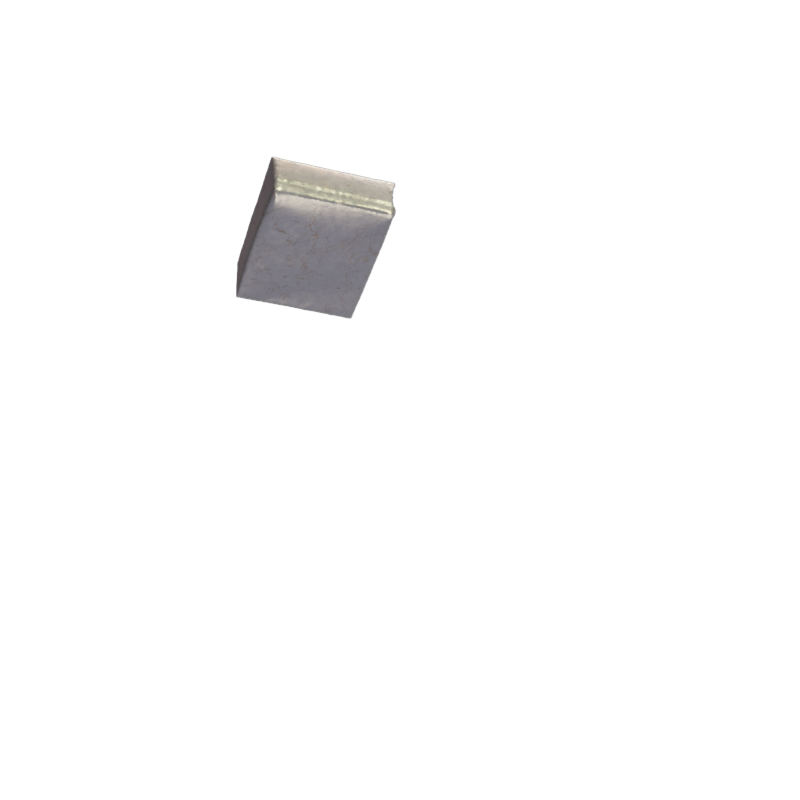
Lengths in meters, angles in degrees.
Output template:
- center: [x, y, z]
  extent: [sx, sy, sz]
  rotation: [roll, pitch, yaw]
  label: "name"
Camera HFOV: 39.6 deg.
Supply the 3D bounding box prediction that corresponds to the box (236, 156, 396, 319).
- center: [-0.062, -0.112, 0.787]
  extent: [0.088, 0.042, 0.108]
  rotation: [11, -42, -14]
  label: "box"
